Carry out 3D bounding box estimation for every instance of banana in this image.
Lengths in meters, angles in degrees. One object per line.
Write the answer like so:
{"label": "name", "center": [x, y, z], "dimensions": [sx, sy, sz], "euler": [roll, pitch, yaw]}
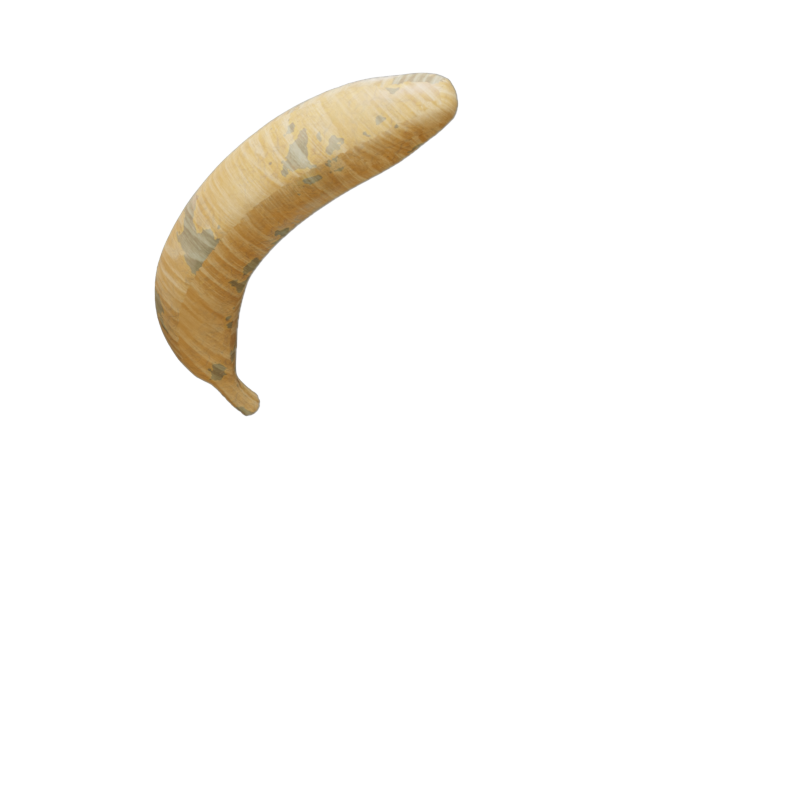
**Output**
{"label": "banana", "center": [-0.053, -0.065, 0.437], "dimensions": [0.067, 0.039, 0.191], "euler": [18, -42, -21]}
